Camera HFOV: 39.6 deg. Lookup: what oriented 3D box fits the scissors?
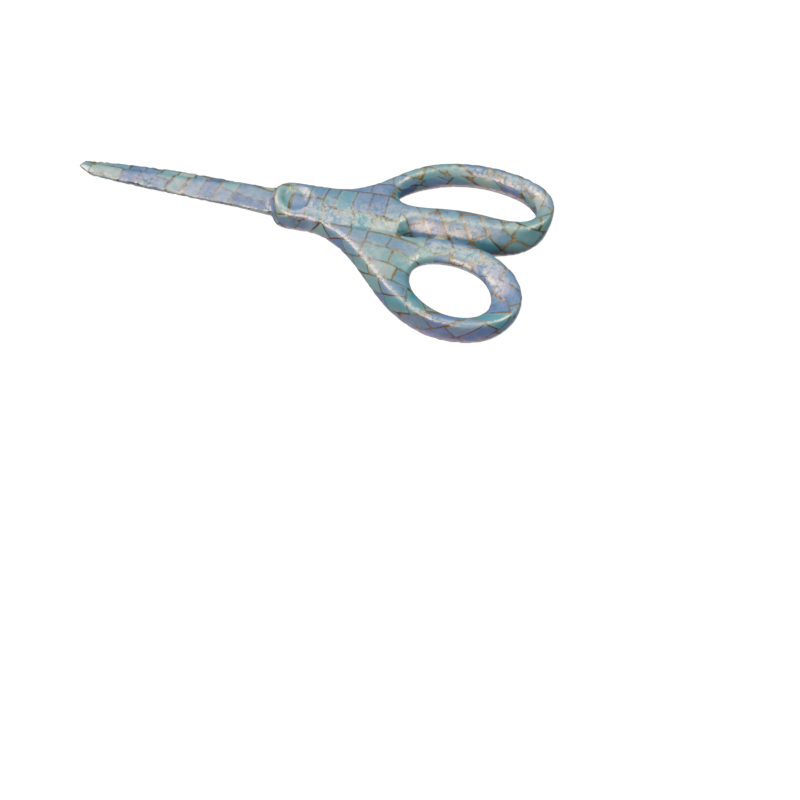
[{"bbox_3d":[-0.036,-0.065,0.457,0.201,0.103,0.015,-1,-37,-1],"label":"scissors"}]
